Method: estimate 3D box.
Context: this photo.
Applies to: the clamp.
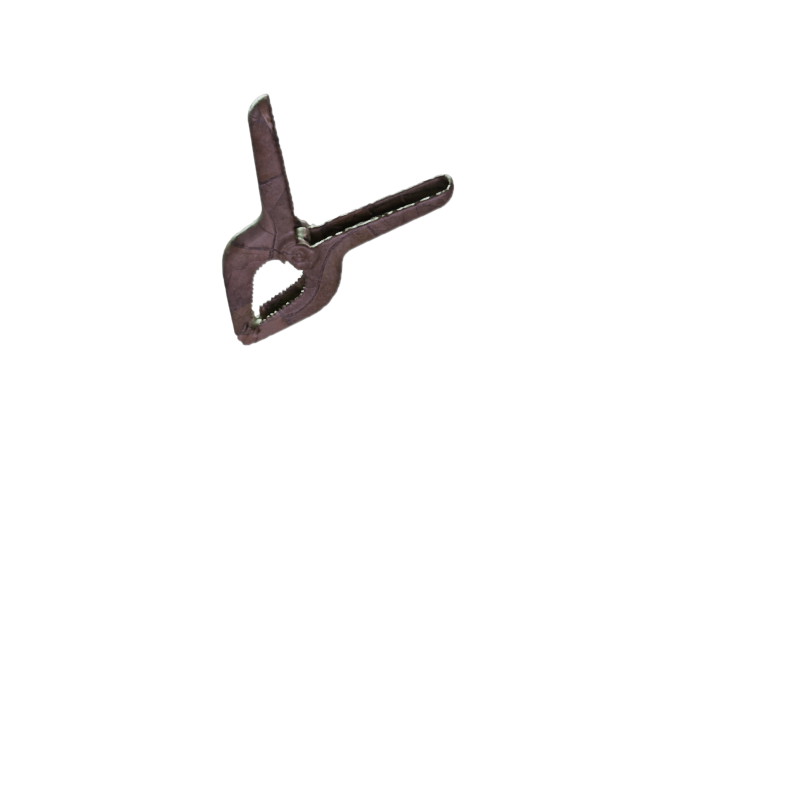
[{"bbox_3d":[-0.066,-0.121,0.849,0.160,0.201,0.039,18,35,-13],"label":"clamp"}]
